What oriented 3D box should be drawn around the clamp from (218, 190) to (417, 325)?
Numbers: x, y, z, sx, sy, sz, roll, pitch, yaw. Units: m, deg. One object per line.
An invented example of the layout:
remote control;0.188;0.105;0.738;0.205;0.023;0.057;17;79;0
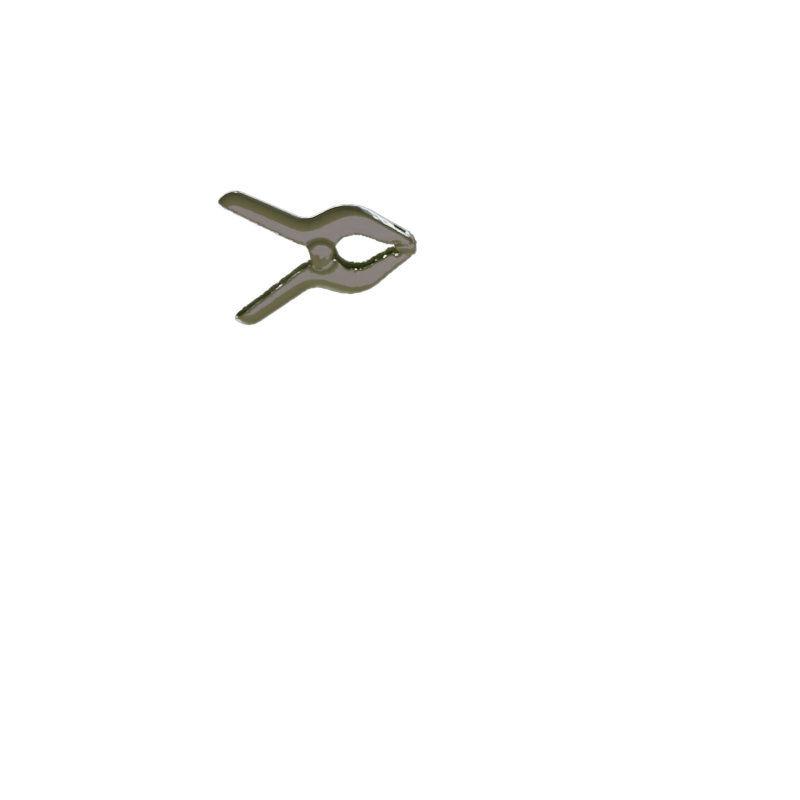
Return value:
clamp;-0.075;-0.136;0.954;0.172;0.114;0.041;-13;24;6
